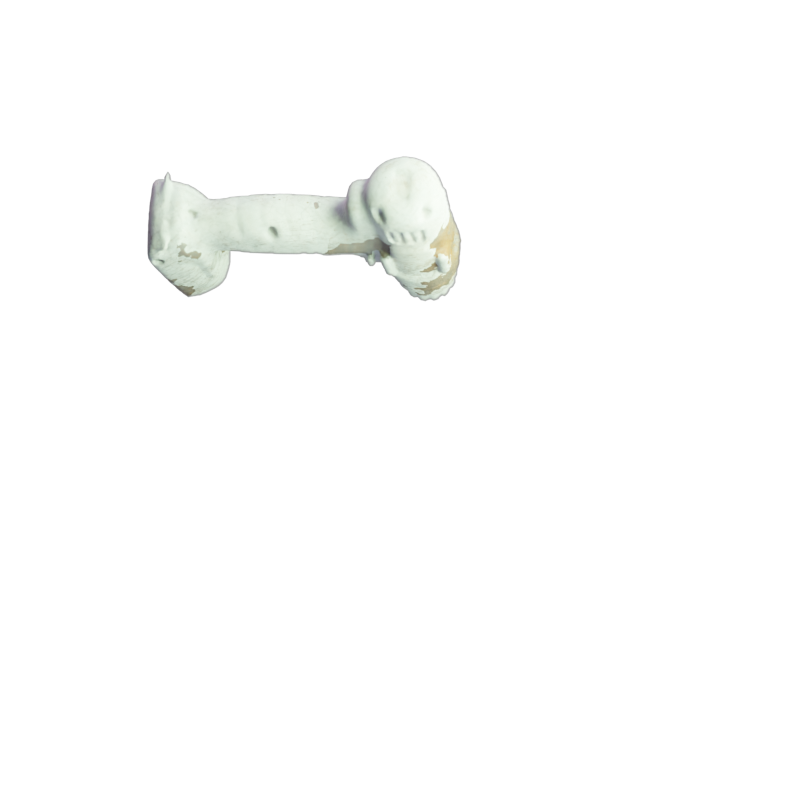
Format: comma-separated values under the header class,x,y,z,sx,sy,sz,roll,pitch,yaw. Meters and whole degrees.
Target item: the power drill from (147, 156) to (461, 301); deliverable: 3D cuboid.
class,x,y,z,sx,sy,sz,roll,pitch,yaw
power drill,-0.056,-0.102,0.713,0.190,0.060,0.175,-2,-14,8
